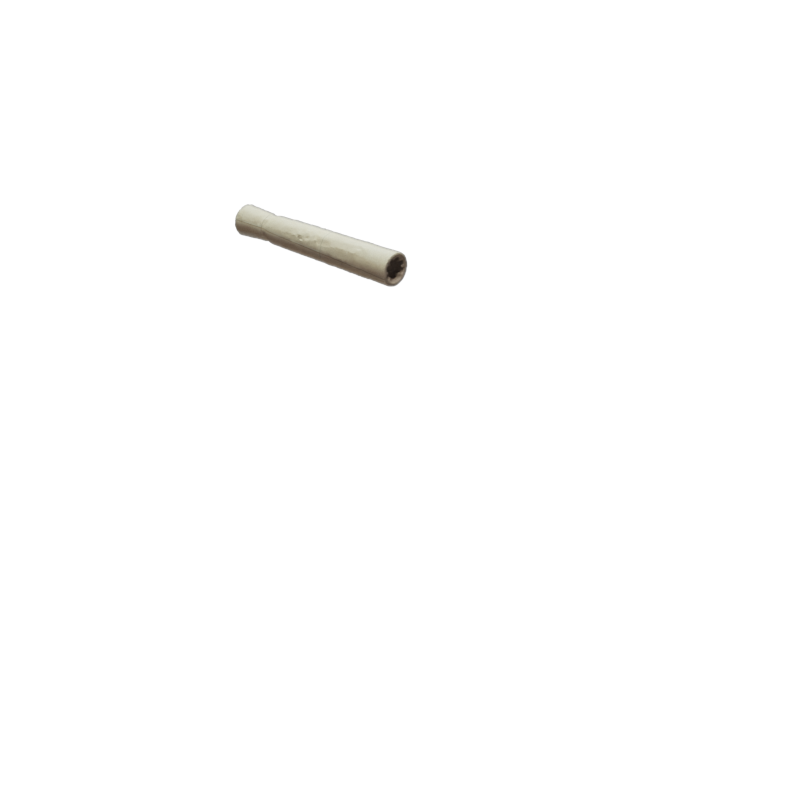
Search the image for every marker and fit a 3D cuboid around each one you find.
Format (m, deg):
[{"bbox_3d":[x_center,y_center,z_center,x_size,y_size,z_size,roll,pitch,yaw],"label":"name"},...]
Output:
[{"bbox_3d":[-0.048,-0.087,0.609,0.128,0.019,0.019,24,18,39],"label":"marker"}]
